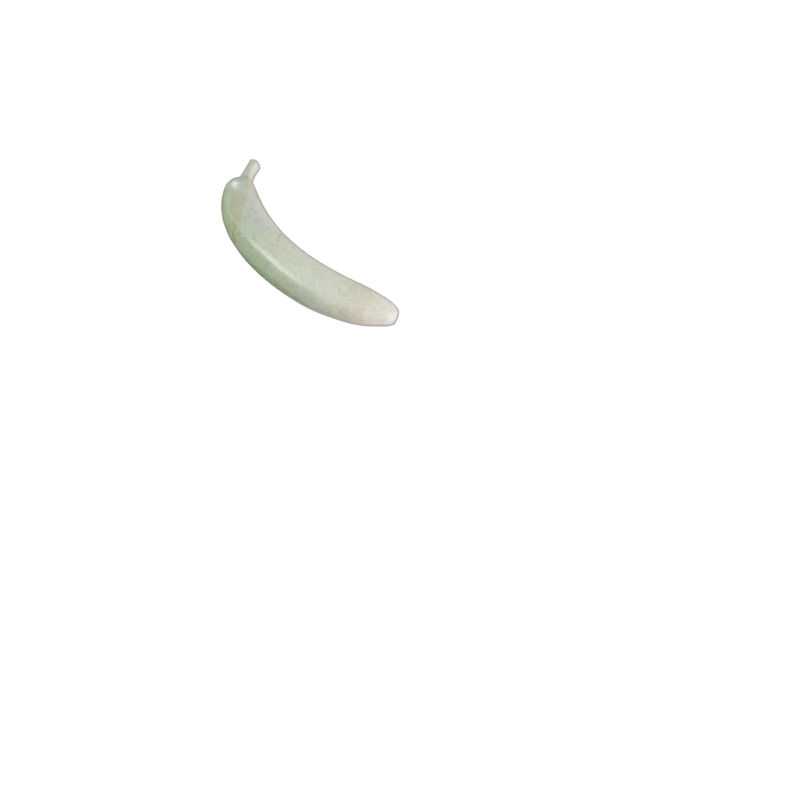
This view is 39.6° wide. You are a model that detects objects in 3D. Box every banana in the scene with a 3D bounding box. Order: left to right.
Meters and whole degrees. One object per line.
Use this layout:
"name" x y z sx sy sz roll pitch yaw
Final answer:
"banana" -0.086 -0.120 0.888 0.070 0.210 0.034 -34 -24 -18
